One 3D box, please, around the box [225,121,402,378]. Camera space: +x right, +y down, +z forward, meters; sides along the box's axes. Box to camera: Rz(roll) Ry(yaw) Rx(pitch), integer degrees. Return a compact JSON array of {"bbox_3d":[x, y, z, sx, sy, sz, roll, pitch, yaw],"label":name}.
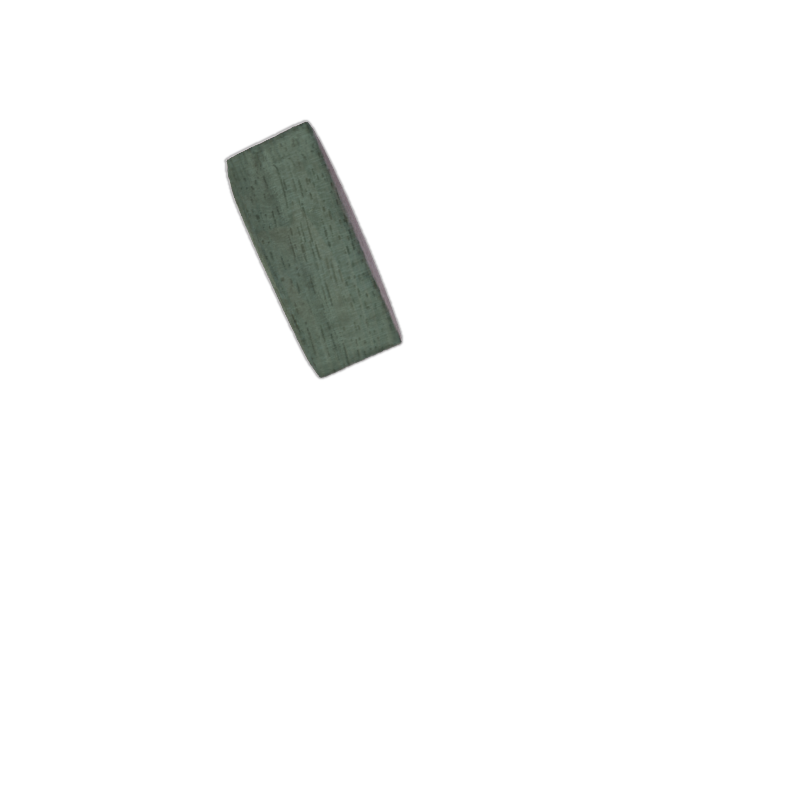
[{"bbox_3d":[-0.066,-0.120,0.838,0.072,0.162,0.218,-24,9,1],"label":"box"}]
